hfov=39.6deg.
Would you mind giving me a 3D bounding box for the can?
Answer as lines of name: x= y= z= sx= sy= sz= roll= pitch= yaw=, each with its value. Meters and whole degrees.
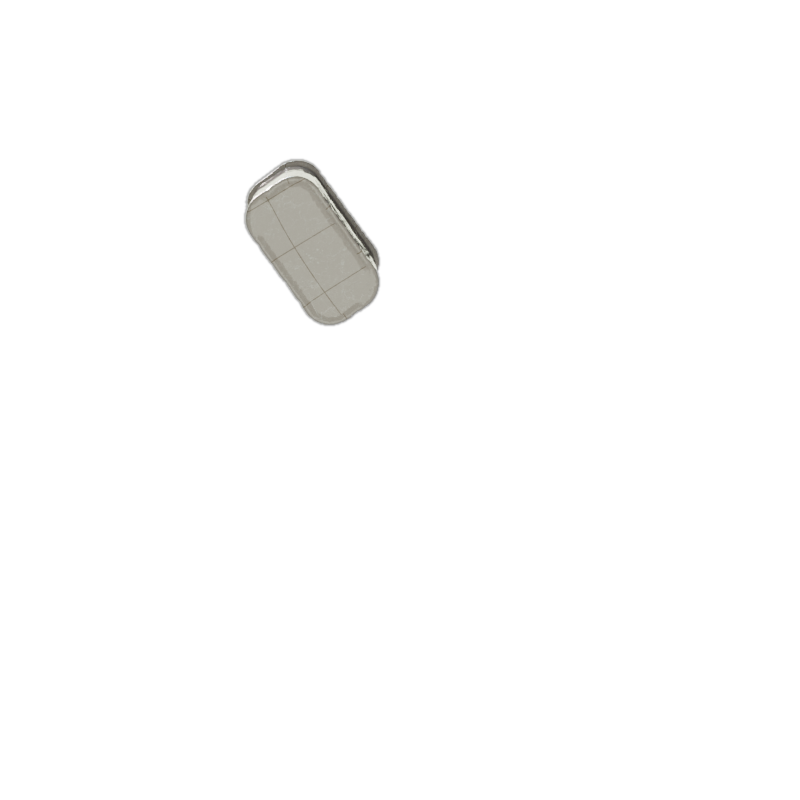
can: x=-0.057 y=-0.103 z=0.725 sx=0.057 sy=0.100 sz=0.086 roll=-35 pitch=11 yaw=6
